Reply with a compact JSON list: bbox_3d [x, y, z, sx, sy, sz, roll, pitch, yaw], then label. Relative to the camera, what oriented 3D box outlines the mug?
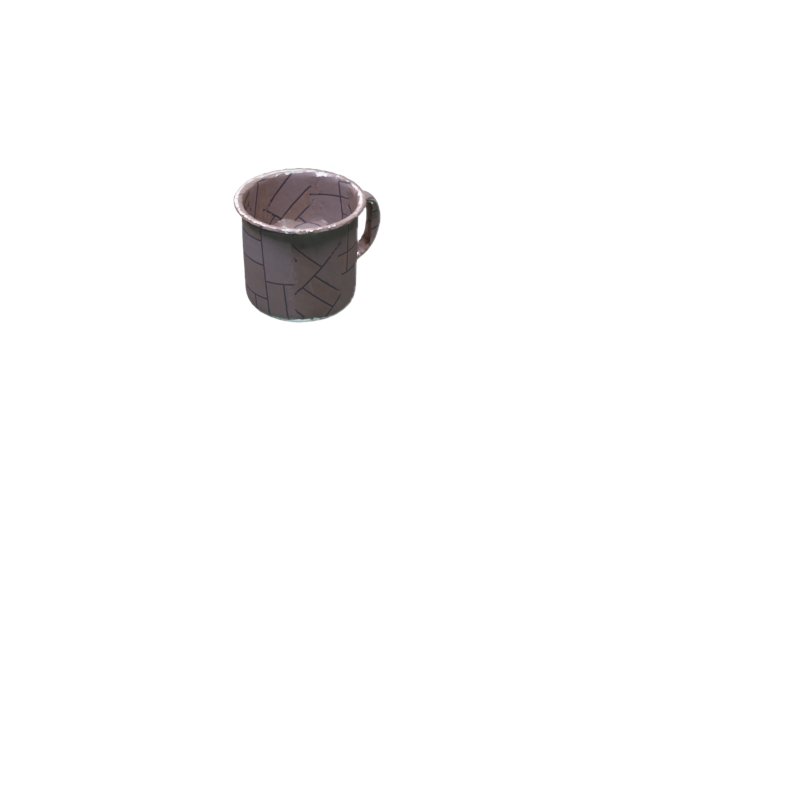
[{"bbox_3d":[-0.063,-0.115,0.804,0.116,0.076,0.100,-26,44,-33],"label":"mug"}]
